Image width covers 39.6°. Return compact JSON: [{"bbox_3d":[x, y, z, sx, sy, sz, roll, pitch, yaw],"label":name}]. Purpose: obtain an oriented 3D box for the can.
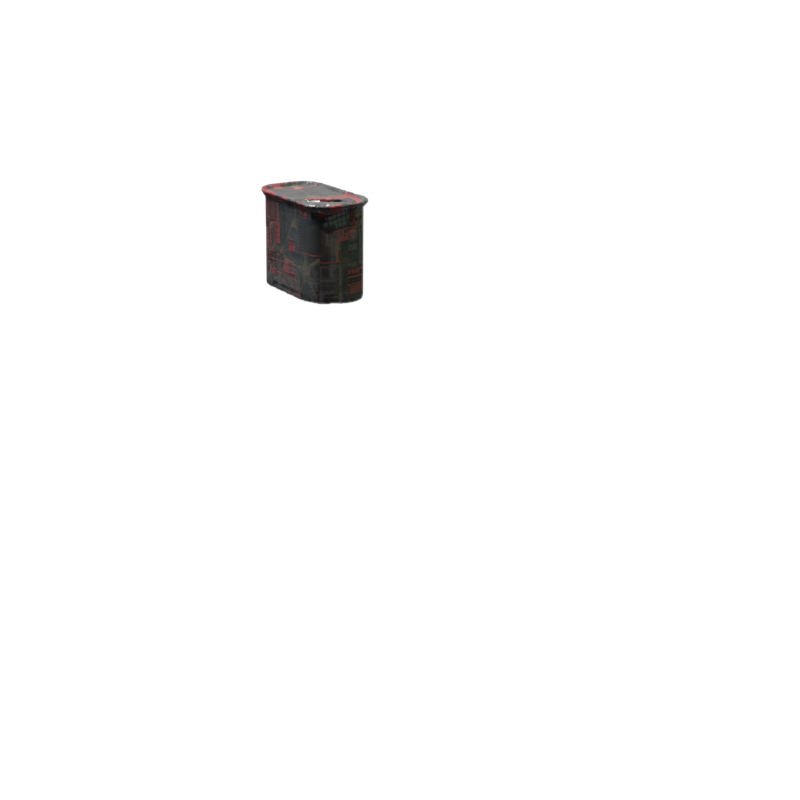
[{"bbox_3d":[-0.072,-0.131,0.919,0.056,0.081,0.108,-10,21,-33],"label":"can"}]
